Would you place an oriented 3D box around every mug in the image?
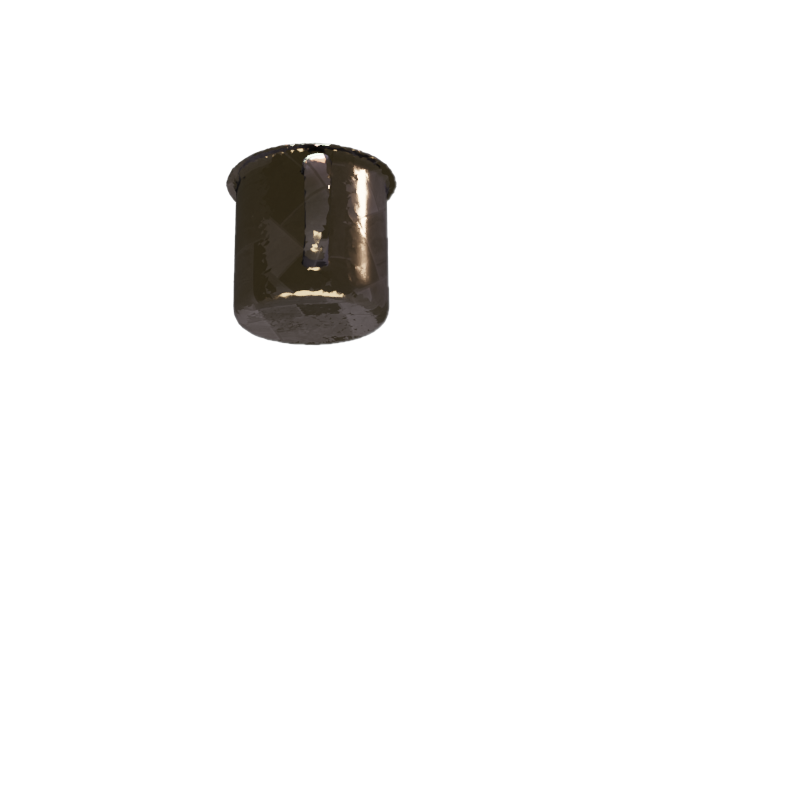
[{"bbox_3d":[-0.045,-0.083,0.581,0.092,0.086,0.112,2,-20,-8],"label":"mug"}]
